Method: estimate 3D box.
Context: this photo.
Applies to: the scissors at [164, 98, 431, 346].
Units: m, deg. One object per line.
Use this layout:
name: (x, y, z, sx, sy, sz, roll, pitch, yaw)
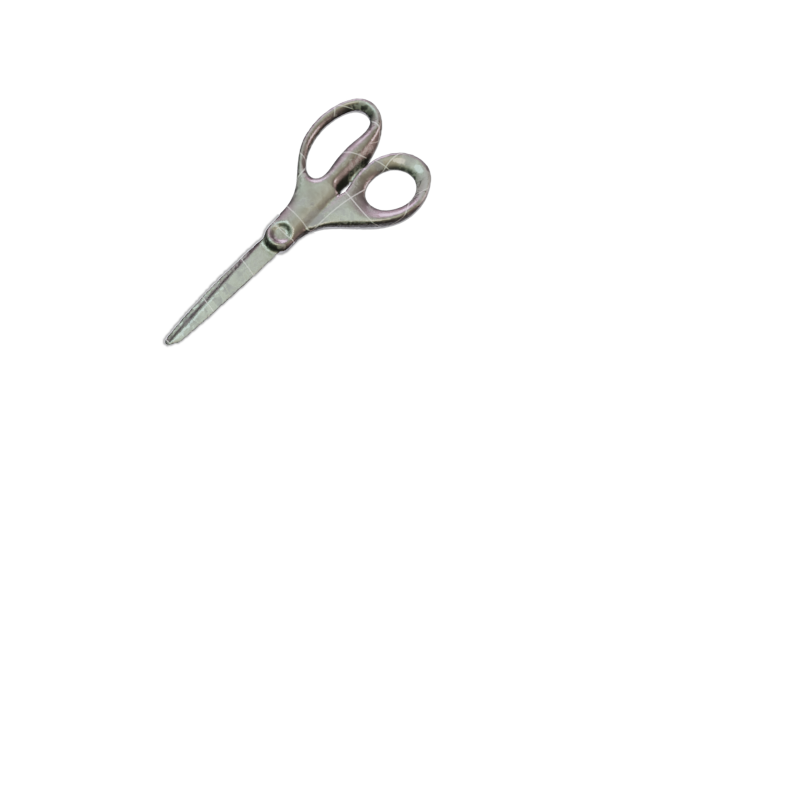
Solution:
scissors: (-0.054, -0.098, 0.689, 0.098, 0.207, 0.015, 26, -17, 9)
